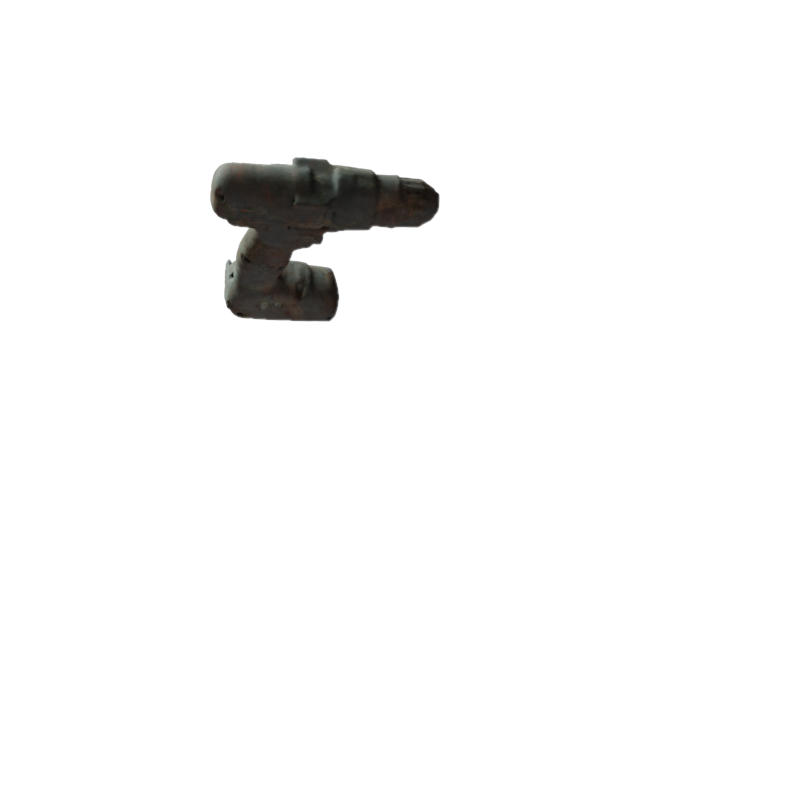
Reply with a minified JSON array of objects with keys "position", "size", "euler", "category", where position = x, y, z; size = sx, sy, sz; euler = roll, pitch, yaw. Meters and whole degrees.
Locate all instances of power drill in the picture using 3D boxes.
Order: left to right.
[{"position":[-0.074,-0.135,0.944],"size":[0.182,0.061,0.178],"euler":[5,-29,-9],"category":"power drill"}]
